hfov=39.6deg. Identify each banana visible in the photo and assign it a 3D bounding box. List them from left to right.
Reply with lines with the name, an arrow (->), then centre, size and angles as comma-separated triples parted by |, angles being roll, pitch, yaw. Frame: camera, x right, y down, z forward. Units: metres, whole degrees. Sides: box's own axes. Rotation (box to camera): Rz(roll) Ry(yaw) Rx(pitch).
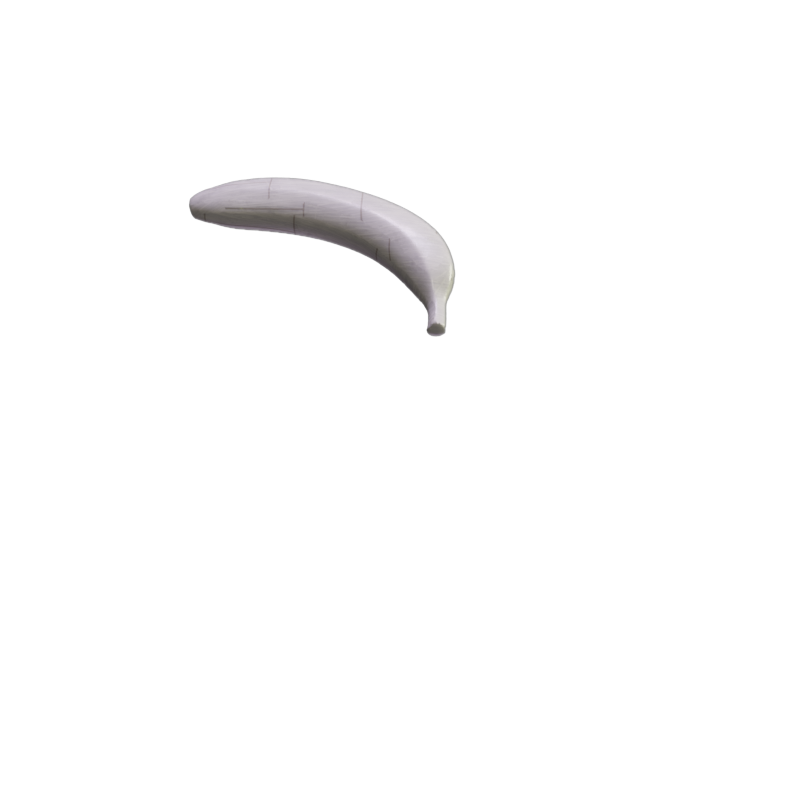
banana -> -0.040, -0.107, 0.696 | 0.209, 0.034, 0.071 | 26, 47, 27
